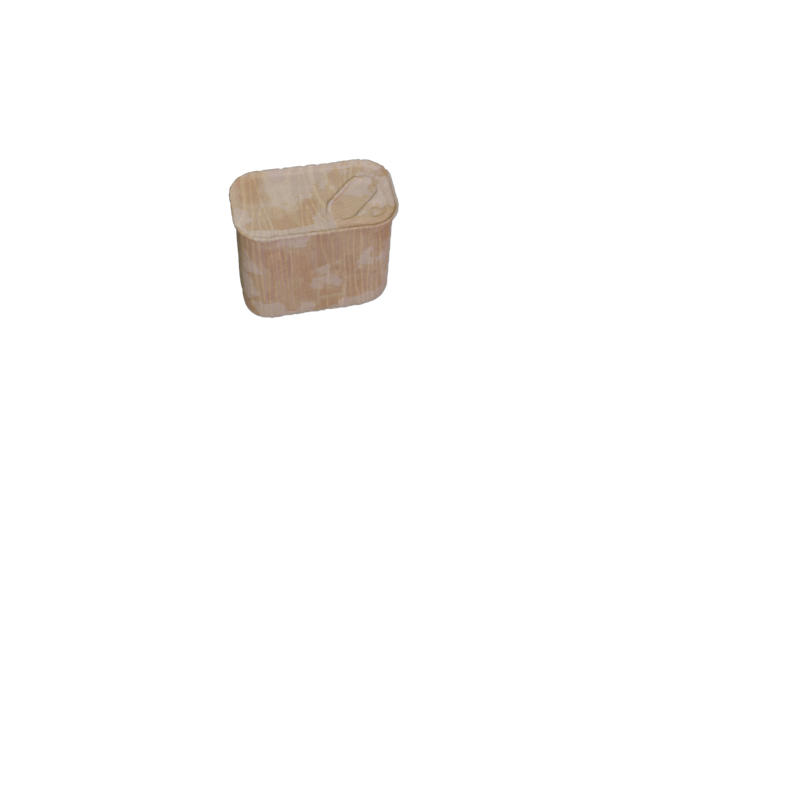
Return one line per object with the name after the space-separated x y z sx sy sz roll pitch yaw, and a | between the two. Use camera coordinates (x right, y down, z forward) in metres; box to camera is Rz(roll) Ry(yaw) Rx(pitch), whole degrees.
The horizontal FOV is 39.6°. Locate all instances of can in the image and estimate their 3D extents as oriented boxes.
-0.055 -0.101 0.708 0.101 0.062 0.078 -8 -35 -8 | can
